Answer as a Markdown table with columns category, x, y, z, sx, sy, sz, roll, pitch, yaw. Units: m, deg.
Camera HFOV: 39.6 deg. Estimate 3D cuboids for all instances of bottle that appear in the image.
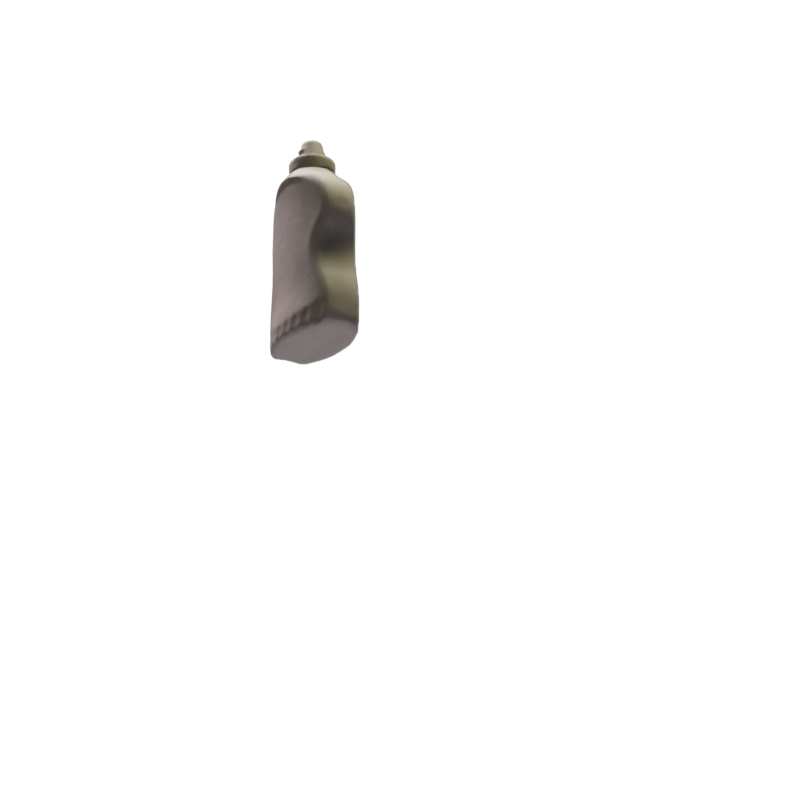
| category | x | y | z | sx | sy | sz | roll | pitch | yaw |
| --- | --- | --- | --- | --- | --- | --- | --- | --- | --- |
| bottle | -0.074 | -0.134 | 0.938 | 0.056 | 0.203 | 0.095 | 13 | -28 | -28 |
